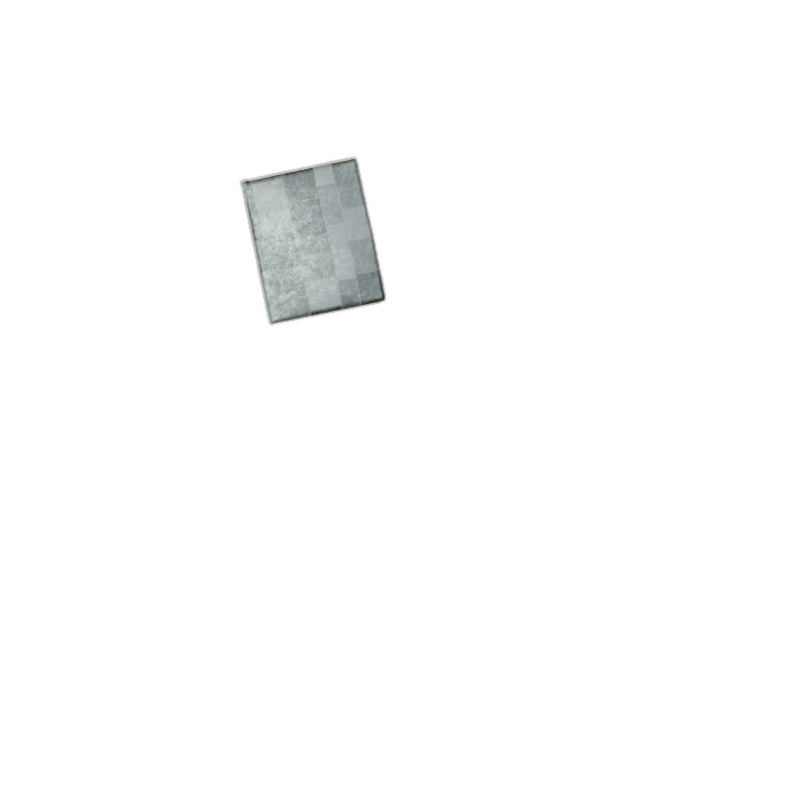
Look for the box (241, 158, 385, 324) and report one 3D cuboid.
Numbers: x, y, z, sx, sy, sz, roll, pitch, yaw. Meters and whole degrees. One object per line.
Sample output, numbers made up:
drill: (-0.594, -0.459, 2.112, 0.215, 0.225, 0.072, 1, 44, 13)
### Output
box: (-0.066, -0.121, 0.850, 0.090, 0.114, 0.039, -12, 0, -1)
